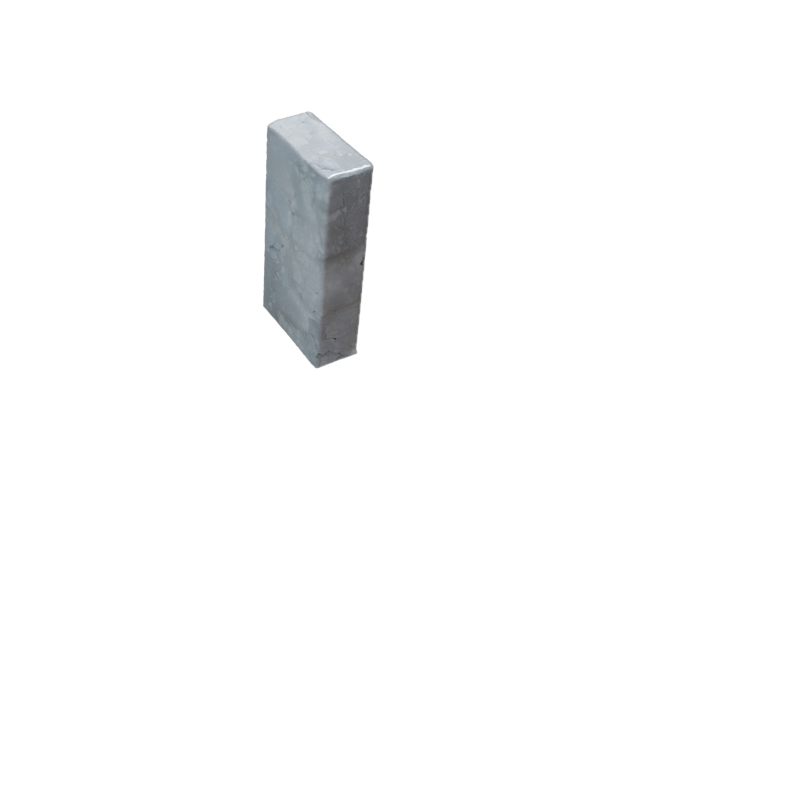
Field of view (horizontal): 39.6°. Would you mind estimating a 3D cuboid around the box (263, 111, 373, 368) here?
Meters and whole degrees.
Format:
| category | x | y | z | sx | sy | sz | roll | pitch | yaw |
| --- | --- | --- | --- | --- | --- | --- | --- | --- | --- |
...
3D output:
| category | x | y | z | sx | sy | sz | roll | pitch | yaw |
| --- | --- | --- | --- | --- | --- | --- | --- | --- | --- |
| box | -0.067 | -0.121 | 0.849 | 0.047 | 0.165 | 0.101 | -19 | 44 | -26 |
